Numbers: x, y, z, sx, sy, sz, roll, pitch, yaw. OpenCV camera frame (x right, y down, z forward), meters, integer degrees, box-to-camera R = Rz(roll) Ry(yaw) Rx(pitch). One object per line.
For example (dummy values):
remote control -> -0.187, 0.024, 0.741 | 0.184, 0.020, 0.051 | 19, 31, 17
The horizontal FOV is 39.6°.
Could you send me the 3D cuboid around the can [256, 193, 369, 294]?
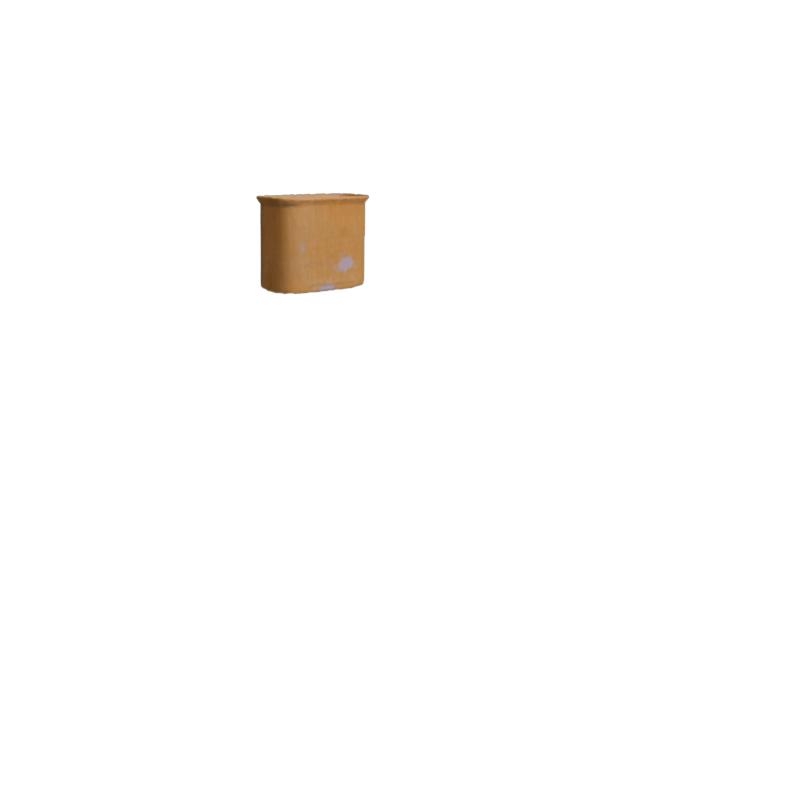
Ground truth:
can -> -0.078, -0.142, 0.993 | 0.099, 0.082, 0.060 | -8, 11, -39
